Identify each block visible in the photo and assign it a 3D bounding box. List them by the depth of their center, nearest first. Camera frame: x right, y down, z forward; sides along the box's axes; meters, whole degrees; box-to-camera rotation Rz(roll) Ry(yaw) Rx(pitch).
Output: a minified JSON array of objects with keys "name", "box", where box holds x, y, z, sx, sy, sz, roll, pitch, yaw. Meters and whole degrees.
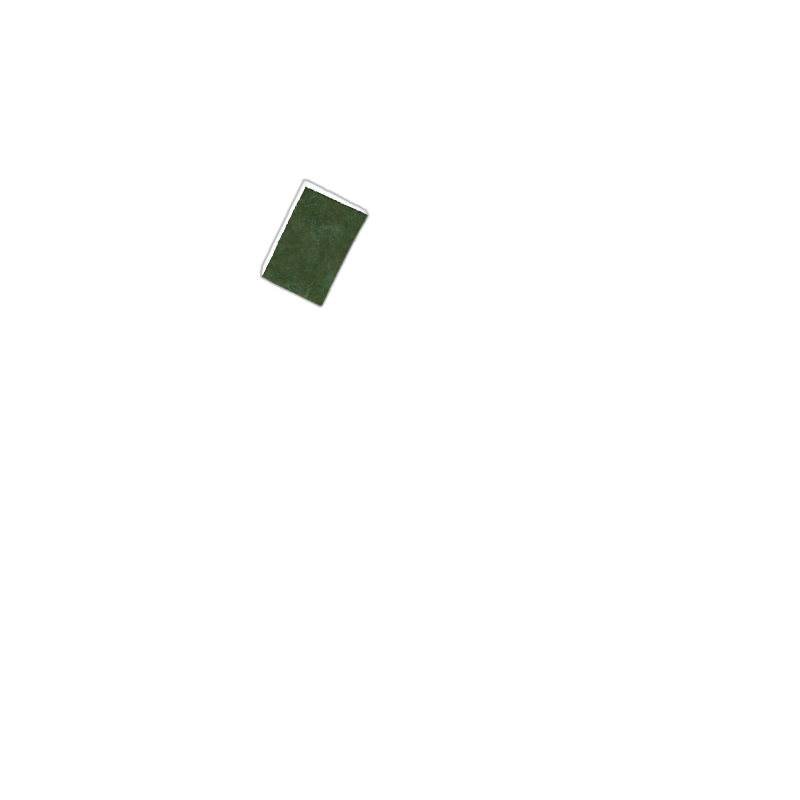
[{"name":"block","box":[-0.065,-0.118,0.829,0.052,0.077,0.053,27,10,-8]}]
